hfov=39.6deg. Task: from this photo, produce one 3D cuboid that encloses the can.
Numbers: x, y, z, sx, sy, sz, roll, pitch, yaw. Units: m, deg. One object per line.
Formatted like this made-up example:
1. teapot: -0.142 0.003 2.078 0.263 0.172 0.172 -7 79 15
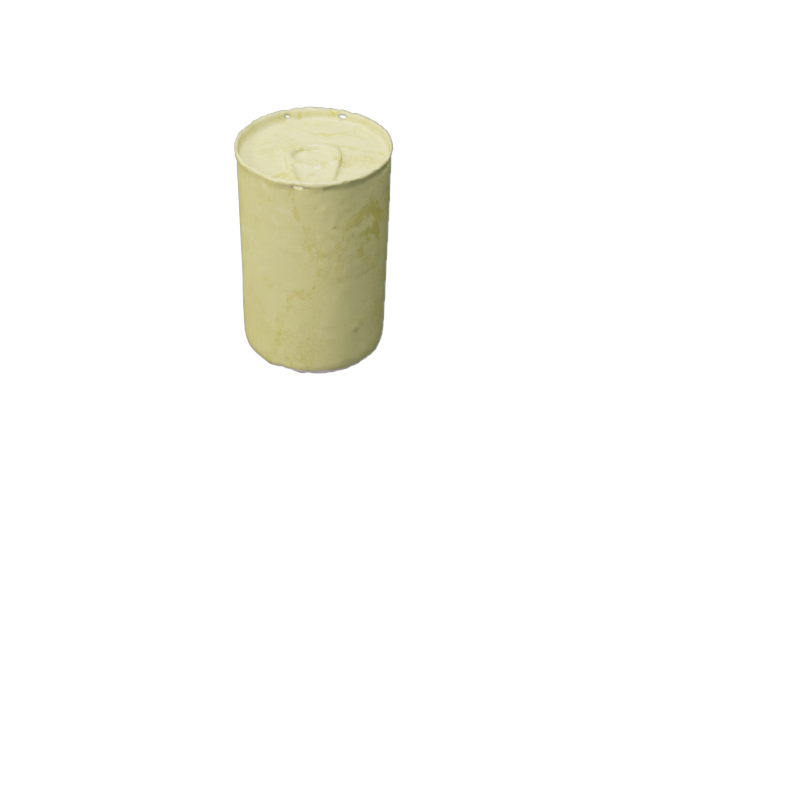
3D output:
1. can: -0.039 -0.071 0.500 0.068 0.096 0.073 0 37 -3
